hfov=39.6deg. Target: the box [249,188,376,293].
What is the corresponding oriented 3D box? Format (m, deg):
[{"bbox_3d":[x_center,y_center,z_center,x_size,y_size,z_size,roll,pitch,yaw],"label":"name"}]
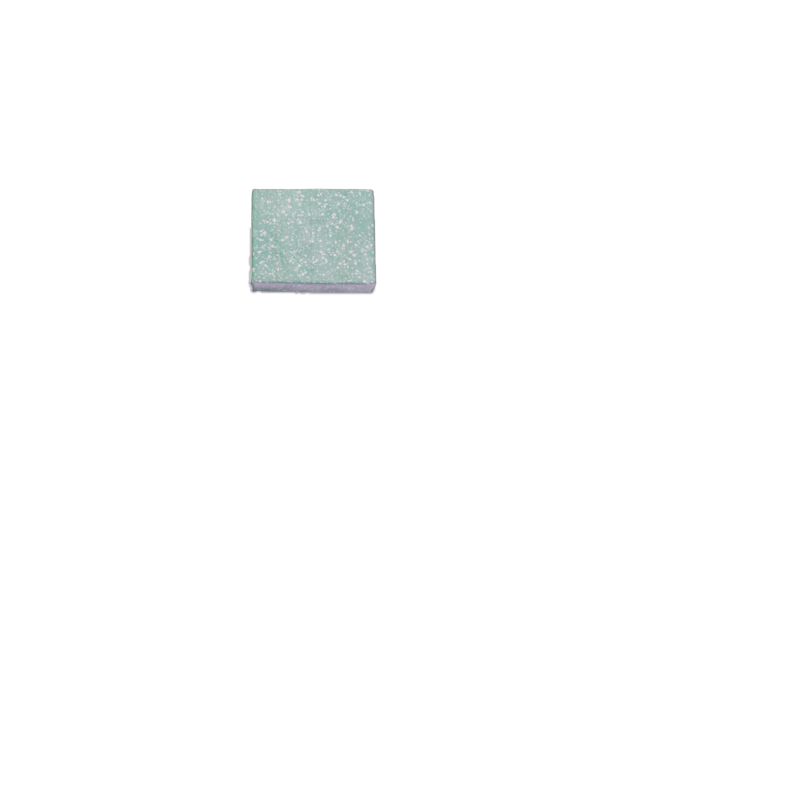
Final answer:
[{"bbox_3d":[-0.078,-0.143,0.999,0.113,0.094,0.037,-1,-20,-1],"label":"box"}]
